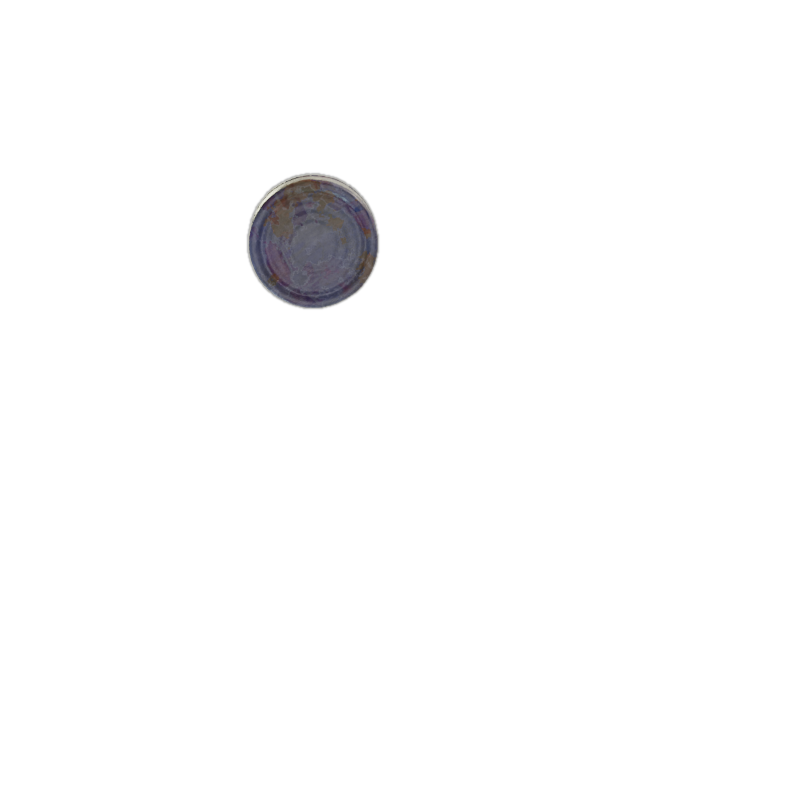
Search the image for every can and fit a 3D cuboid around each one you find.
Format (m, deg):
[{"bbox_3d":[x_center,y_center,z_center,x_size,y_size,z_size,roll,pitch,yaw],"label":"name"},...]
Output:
[{"bbox_3d":[-0.057,-0.104,0.727,0.086,0.084,0.034,0,10,-1],"label":"can"}]
